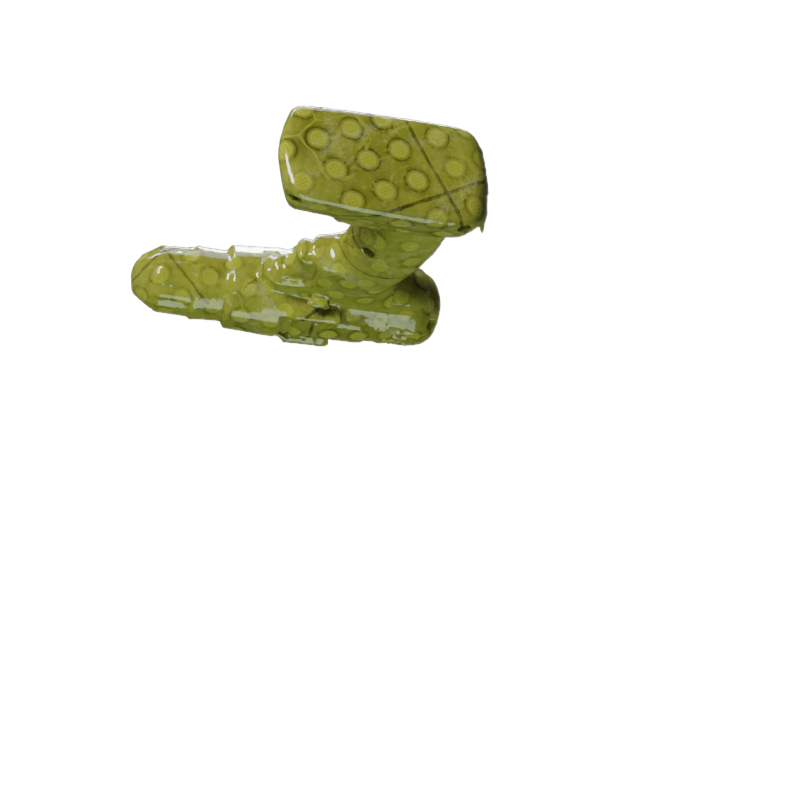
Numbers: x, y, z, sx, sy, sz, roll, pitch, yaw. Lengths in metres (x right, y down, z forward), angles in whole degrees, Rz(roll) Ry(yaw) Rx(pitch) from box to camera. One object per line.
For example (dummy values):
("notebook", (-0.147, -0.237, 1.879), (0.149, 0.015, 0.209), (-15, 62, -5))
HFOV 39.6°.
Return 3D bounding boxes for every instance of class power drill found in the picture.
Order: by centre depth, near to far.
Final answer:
("power drill", (-0.047, -0.086, 0.600), (0.181, 0.060, 0.182), (5, -20, -15))
